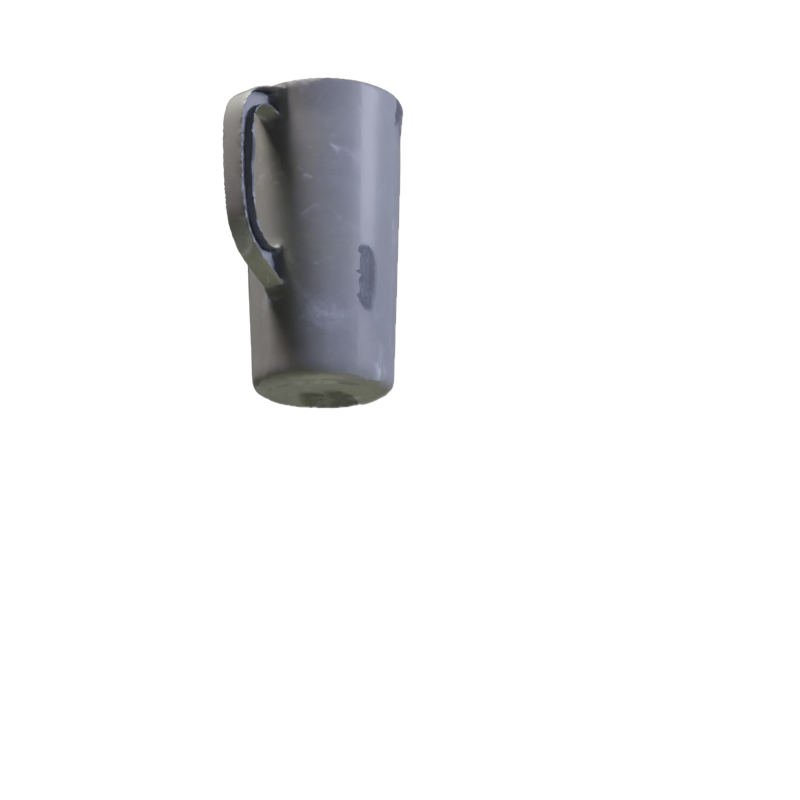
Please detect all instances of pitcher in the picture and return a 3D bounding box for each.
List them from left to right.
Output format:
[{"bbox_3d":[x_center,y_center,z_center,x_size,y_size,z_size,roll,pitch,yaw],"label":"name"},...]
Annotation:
[{"bbox_3d":[-0.068,-0.124,0.870,0.148,0.254,0.140,1,-18,-8],"label":"pitcher"}]
